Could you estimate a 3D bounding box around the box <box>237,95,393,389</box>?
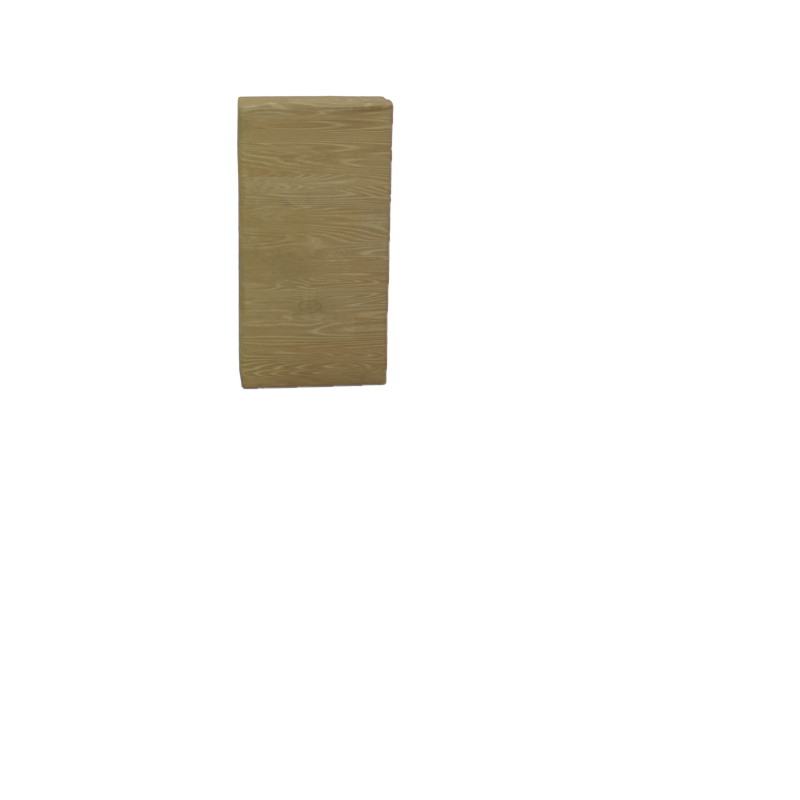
[{"bbox_3d":[-0.053,-0.097,0.681,0.092,0.170,0.050,-1,16,-8],"label":"box"}]
